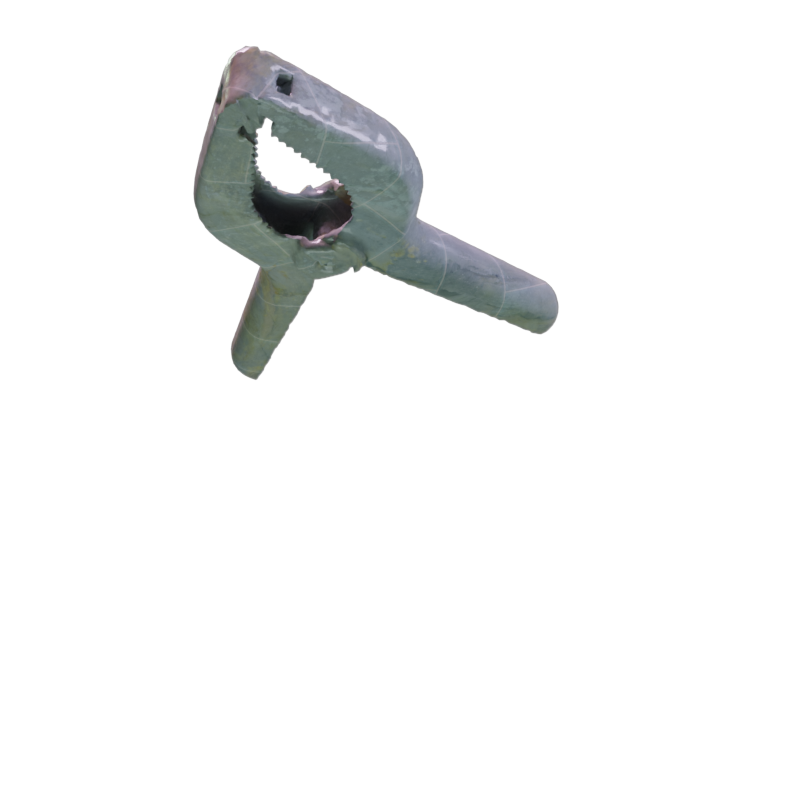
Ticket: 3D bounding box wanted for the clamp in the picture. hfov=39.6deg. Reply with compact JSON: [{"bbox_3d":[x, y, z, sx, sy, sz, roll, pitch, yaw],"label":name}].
[{"bbox_3d":[-0.038,-0.069,0.485,0.167,0.039,0.194,-13,-33,21],"label":"clamp"}]
